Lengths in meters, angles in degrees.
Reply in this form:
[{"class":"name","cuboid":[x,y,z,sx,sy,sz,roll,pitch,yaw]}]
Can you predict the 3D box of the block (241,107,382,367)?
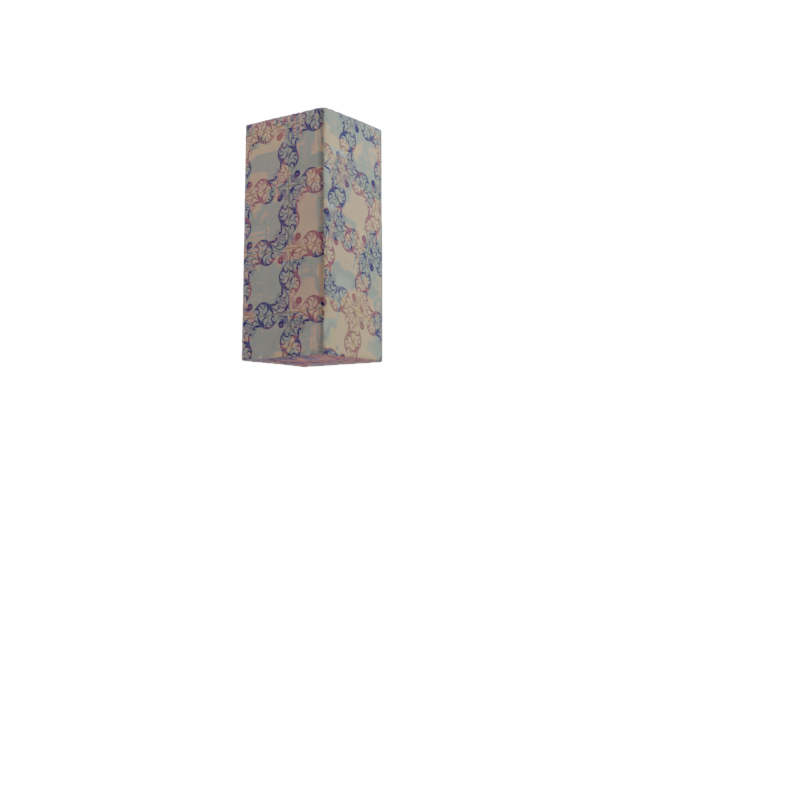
[{"class":"block","cuboid":[-0.074,-0.137,0.959,0.093,0.212,0.085,-7,-12,35]}]
